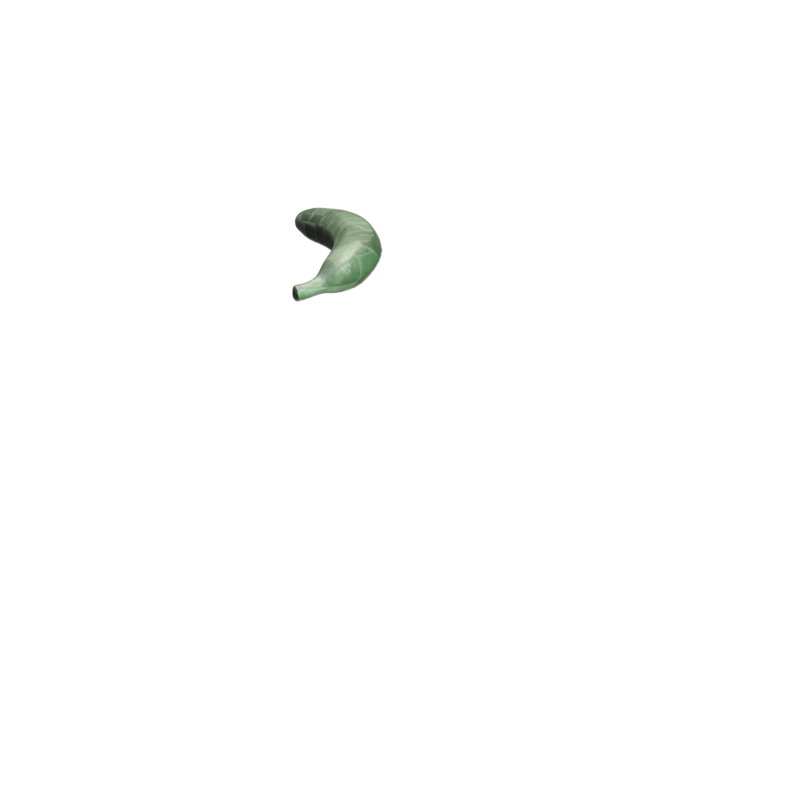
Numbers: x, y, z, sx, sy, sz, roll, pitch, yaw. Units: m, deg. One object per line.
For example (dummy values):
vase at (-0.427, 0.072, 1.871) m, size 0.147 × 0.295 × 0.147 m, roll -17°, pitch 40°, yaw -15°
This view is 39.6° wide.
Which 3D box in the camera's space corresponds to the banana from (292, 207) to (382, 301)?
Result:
banana at (-0.051, -0.125, 0.881) m, size 0.069 × 0.035 × 0.207 m, roll -1°, pitch 22°, yaw -4°
